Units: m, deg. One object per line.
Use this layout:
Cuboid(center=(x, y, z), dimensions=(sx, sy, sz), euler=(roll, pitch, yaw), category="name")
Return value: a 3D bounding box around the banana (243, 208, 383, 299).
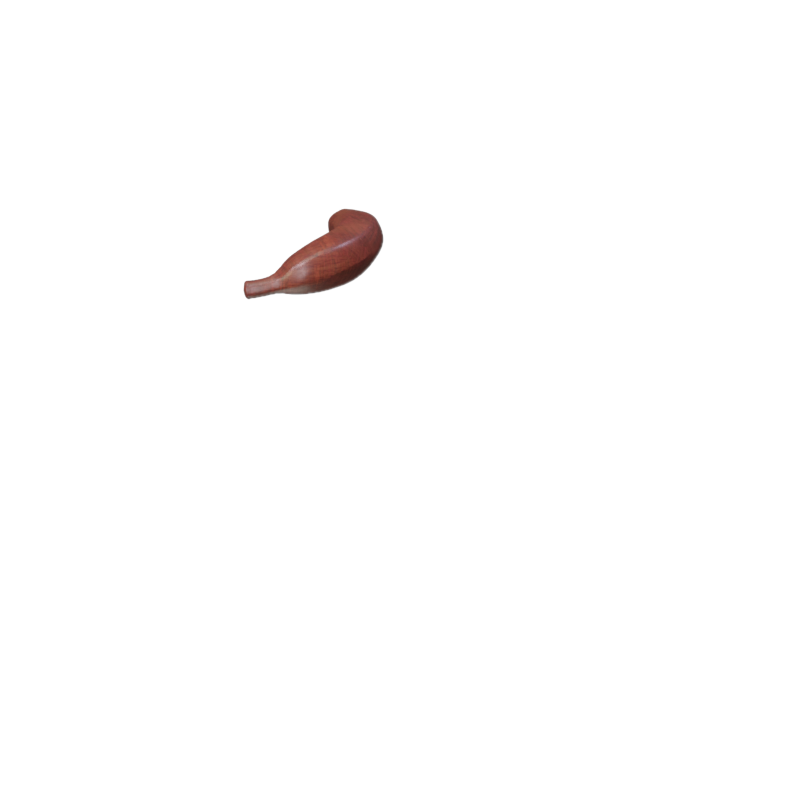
Cuboid(center=(-0.047, -0.113, 0.809), dimensions=(0.071, 0.035, 0.201), euler=(5, 21, 14), category="banana")
